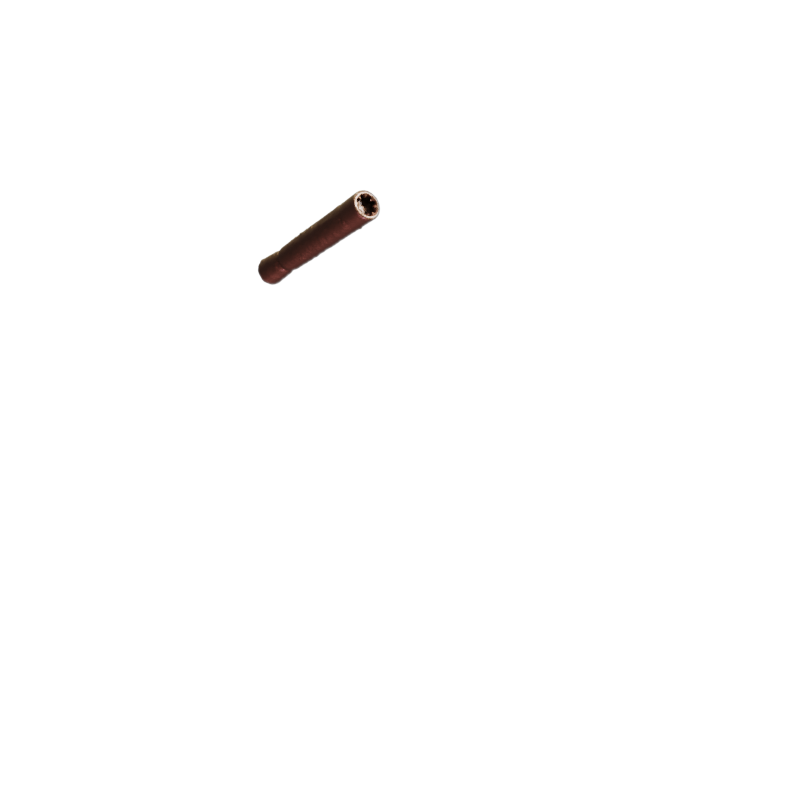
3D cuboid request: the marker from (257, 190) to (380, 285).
[{"bbox_3d":[-0.054,-0.098,0.686,0.019,0.020,0.121,-2,-13,-37],"label":"marker"}]
